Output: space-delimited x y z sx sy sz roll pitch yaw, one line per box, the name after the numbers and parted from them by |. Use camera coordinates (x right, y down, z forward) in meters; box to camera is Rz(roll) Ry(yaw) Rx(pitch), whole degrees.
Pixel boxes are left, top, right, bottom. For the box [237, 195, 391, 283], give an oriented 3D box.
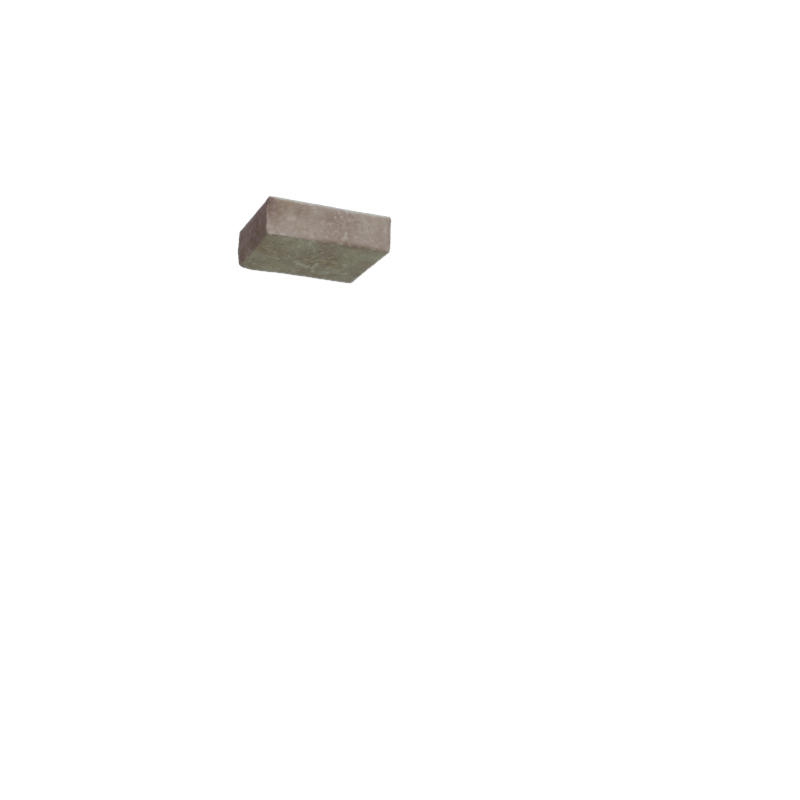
-0.076 -0.138 0.964 0.110 0.041 0.089 6 -16 -21 | box
